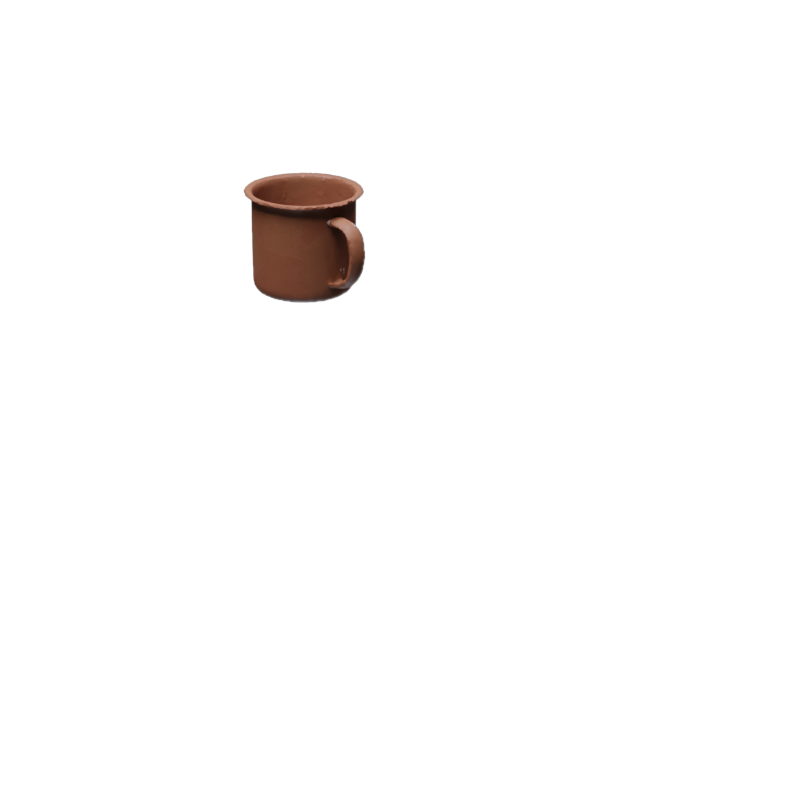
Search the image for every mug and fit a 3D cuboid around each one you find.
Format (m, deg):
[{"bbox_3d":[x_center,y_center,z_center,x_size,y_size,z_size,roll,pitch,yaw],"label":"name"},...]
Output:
[{"bbox_3d":[-0.068,-0.124,0.867,0.092,0.078,0.125,-19,31,-37],"label":"mug"}]
